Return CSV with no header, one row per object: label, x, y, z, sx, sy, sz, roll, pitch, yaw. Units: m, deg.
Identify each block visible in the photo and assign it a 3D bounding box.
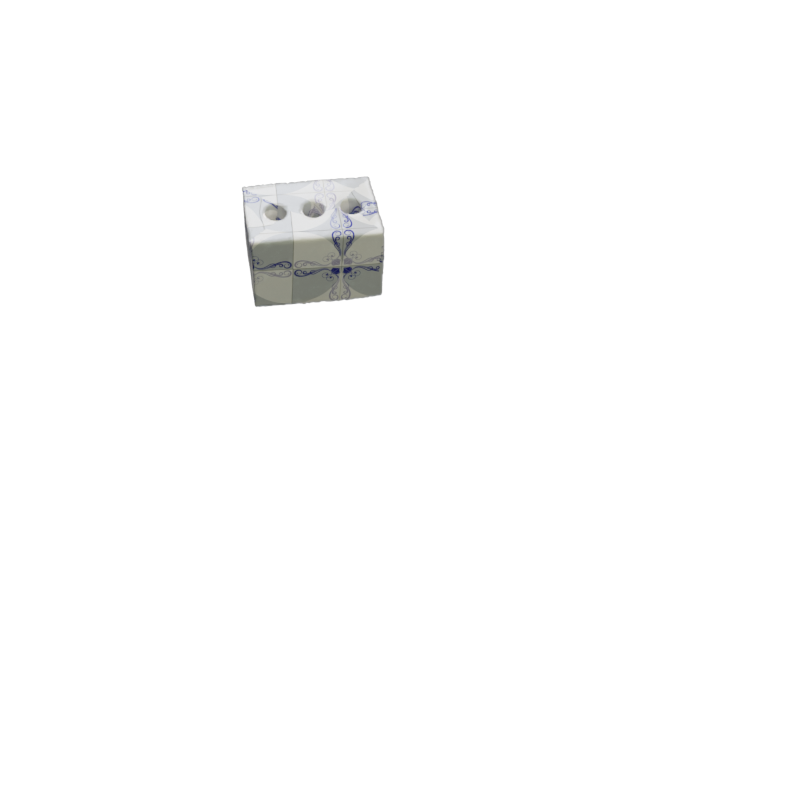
block,-0.051,-0.093,0.648,0.077,0.057,0.048,-6,-44,-7
